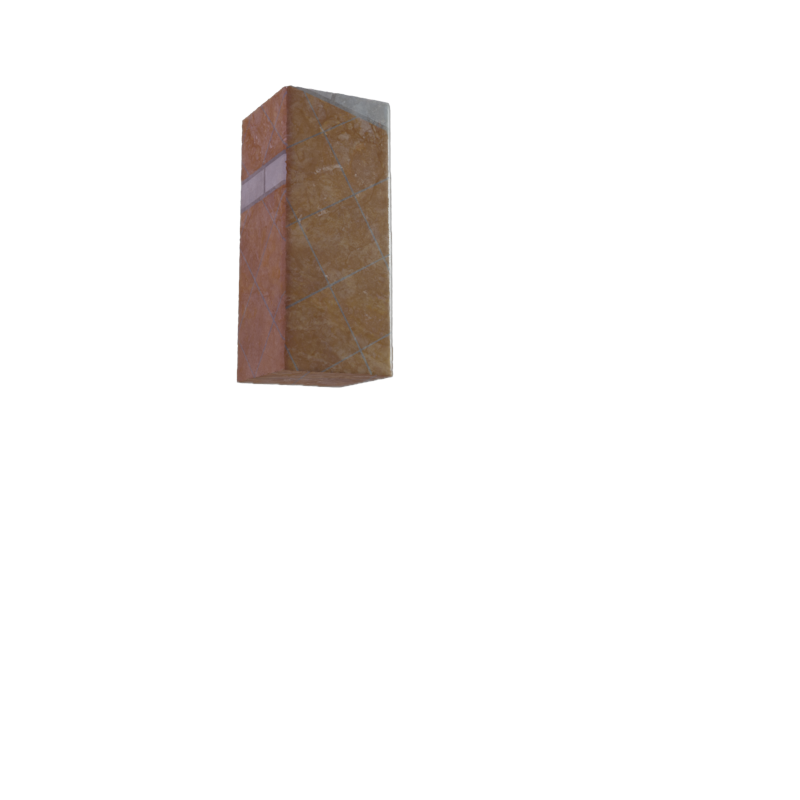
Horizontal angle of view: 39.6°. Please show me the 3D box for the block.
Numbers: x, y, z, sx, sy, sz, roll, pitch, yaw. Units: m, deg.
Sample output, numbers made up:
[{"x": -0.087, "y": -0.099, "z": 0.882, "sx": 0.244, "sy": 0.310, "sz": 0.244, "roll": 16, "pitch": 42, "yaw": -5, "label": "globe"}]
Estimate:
[{"x": -0.064, "y": -0.118, "z": 0.829, "sx": 0.087, "sy": 0.213, "sz": 0.091, "roll": 5, "pitch": -13, "yaw": -28, "label": "block"}]
